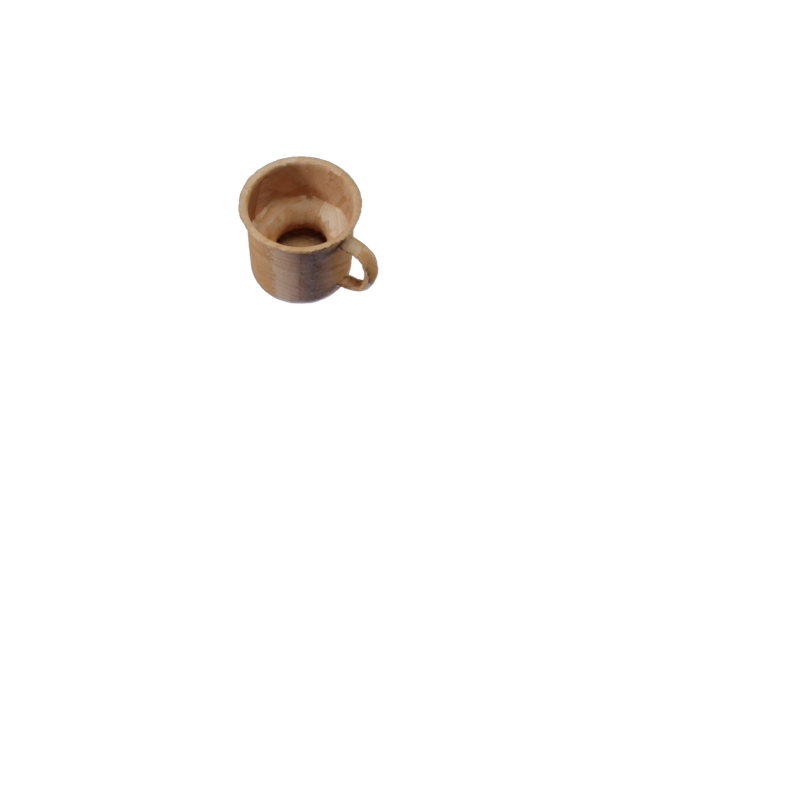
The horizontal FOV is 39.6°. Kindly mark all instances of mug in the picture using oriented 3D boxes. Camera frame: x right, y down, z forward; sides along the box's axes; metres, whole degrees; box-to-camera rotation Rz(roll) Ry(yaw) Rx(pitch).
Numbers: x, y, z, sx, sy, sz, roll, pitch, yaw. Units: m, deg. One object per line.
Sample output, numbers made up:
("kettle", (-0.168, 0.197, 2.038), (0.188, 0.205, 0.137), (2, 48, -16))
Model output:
("mug", (-0.067, -0.123, 0.859), (0.122, 0.096, 0.076), (29, -29, 17))
